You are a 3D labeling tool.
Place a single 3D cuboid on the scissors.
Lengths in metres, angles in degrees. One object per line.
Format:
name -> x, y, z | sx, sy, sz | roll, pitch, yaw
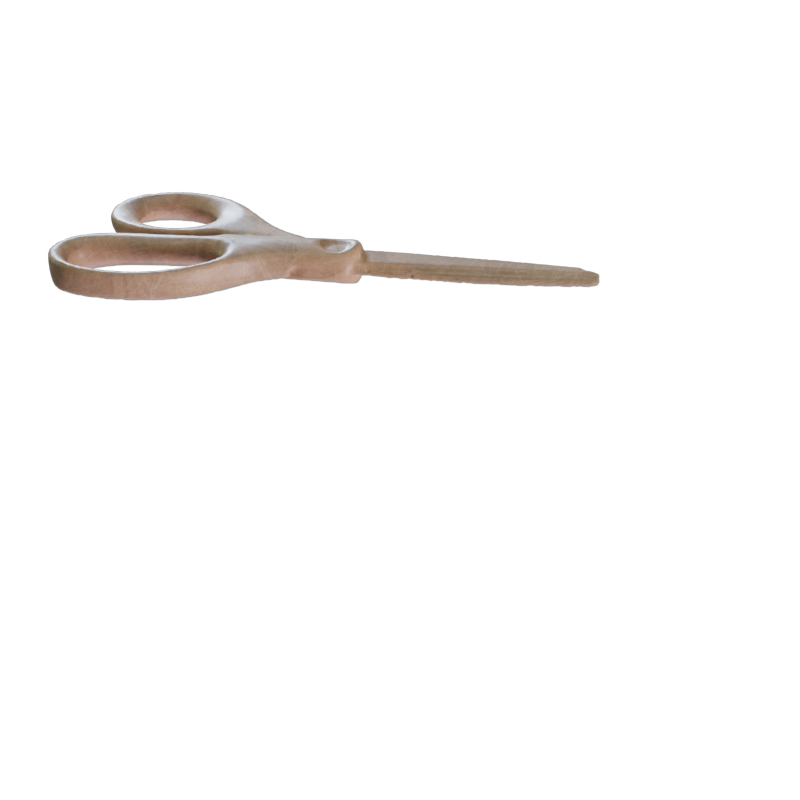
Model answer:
scissors -> -0.034, -0.063, 0.438 | 0.200, 0.015, 0.102 | -3, 29, -5
